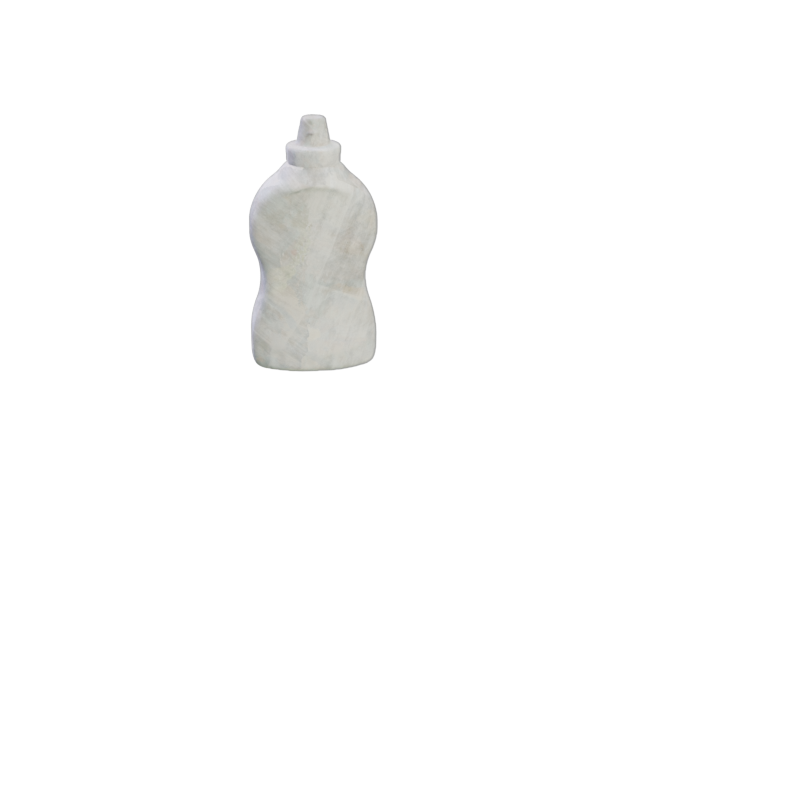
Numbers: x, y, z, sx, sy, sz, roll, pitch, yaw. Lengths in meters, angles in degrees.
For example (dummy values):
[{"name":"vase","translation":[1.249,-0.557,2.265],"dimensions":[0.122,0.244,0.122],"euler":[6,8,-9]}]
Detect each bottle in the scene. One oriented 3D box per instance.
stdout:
[{"name":"bottle","translation":[-0.065,-0.119,0.833],"dimensions":[0.095,0.184,0.061],"euler":[0,19,-5]}]
